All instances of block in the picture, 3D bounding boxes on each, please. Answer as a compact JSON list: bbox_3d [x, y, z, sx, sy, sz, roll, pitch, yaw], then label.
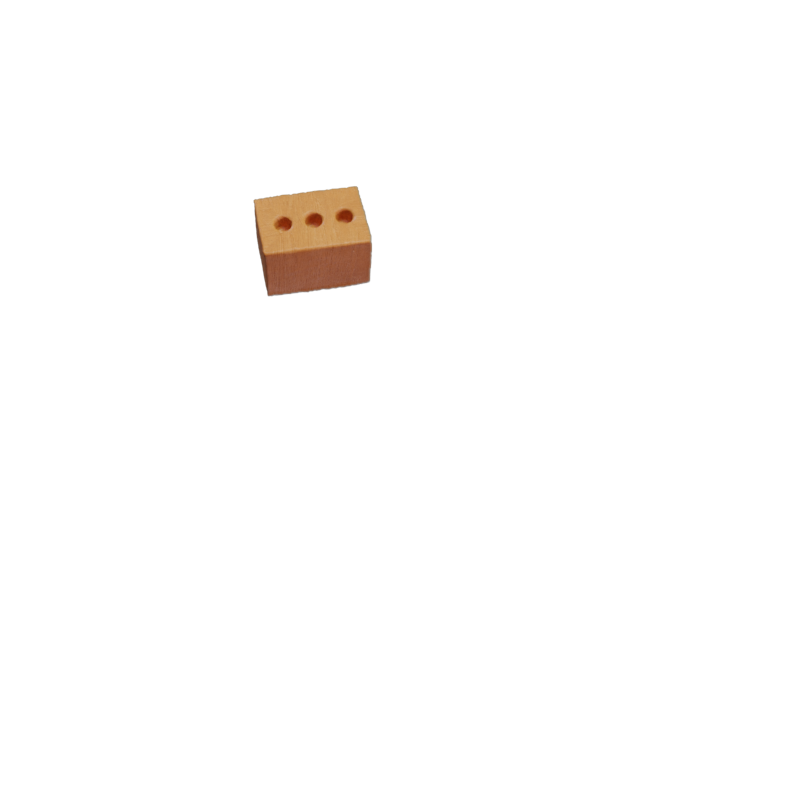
[{"bbox_3d":[-0.062,-0.113,0.793,0.077,0.057,0.048,-9,-34,-7],"label":"block"}]
